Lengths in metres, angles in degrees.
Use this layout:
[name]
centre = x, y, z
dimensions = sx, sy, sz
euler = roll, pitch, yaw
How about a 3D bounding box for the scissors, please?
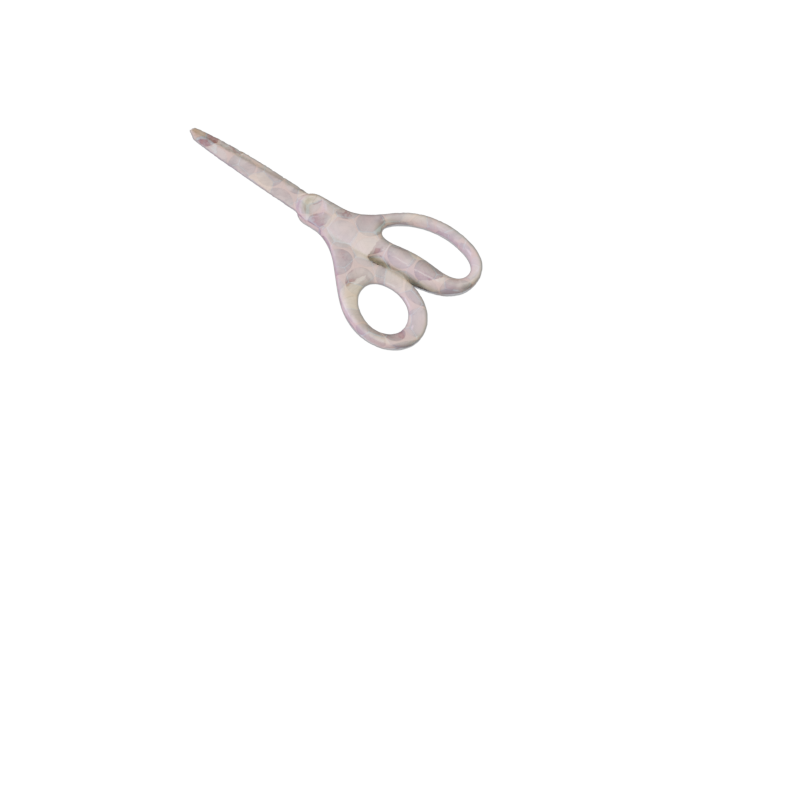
[scissors]
centre = -0.052, -0.095, 0.669
dimensions = 0.205, 0.100, 0.015
euler = 19, -23, 9
